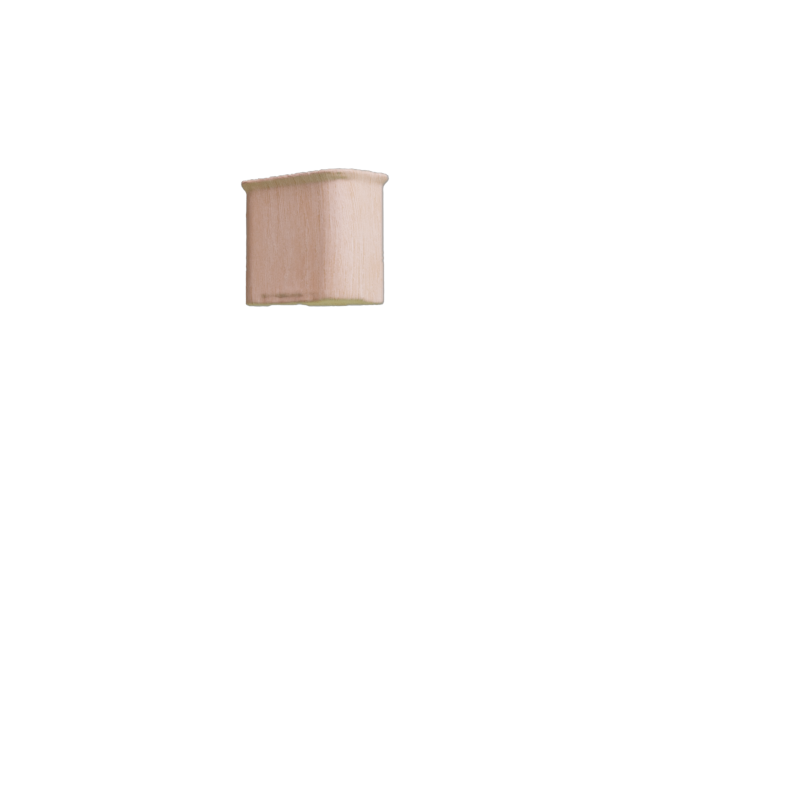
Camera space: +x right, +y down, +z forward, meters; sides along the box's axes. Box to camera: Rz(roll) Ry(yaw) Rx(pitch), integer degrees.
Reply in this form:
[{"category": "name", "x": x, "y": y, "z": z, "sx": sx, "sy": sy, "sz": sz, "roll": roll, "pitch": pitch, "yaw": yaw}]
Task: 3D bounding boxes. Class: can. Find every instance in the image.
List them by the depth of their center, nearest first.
[{"category": "can", "x": -0.057, "y": -0.104, "z": 0.727, "sx": 0.106, "sy": 0.085, "sz": 0.055, "roll": 0, "pitch": -2, "yaw": 41}]
